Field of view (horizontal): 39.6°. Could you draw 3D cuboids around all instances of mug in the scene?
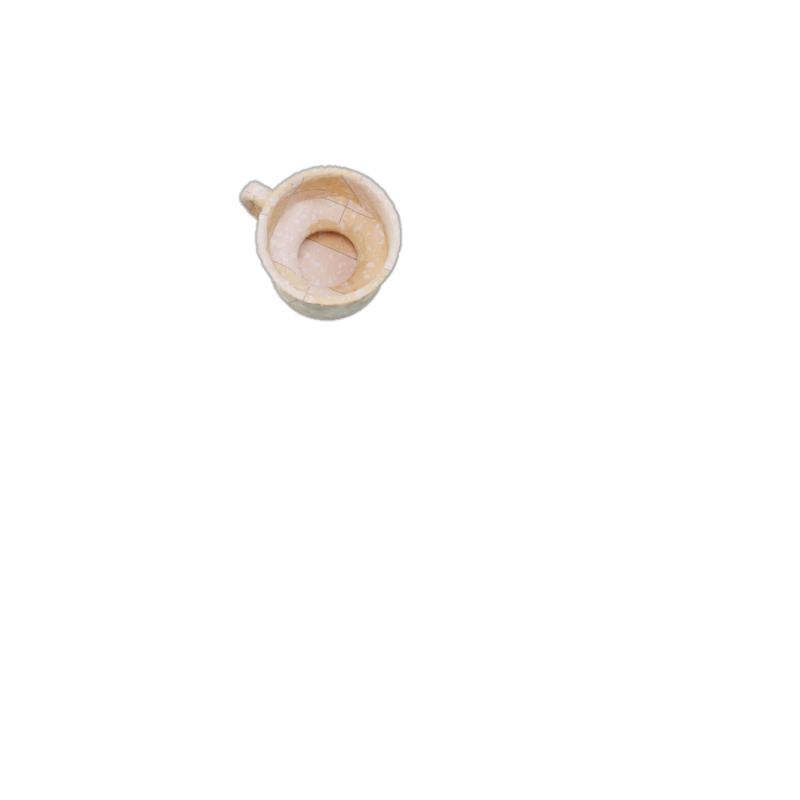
[{"bbox_3d":[-0.059,-0.107,0.748,0.119,0.095,0.079,32,-11,6],"label":"mug"}]
